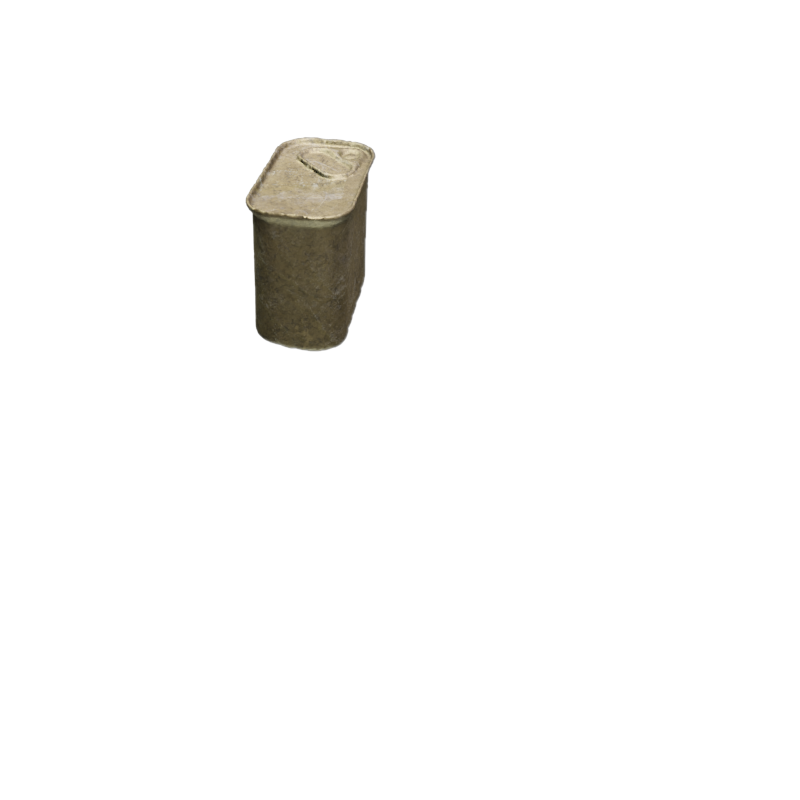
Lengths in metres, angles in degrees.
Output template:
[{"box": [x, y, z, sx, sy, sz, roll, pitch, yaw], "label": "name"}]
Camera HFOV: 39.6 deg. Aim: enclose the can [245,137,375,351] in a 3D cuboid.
[{"box": [-0.049, -0.089, 0.621, 0.058, 0.079, 0.107, 6, 33, 7], "label": "can"}]
